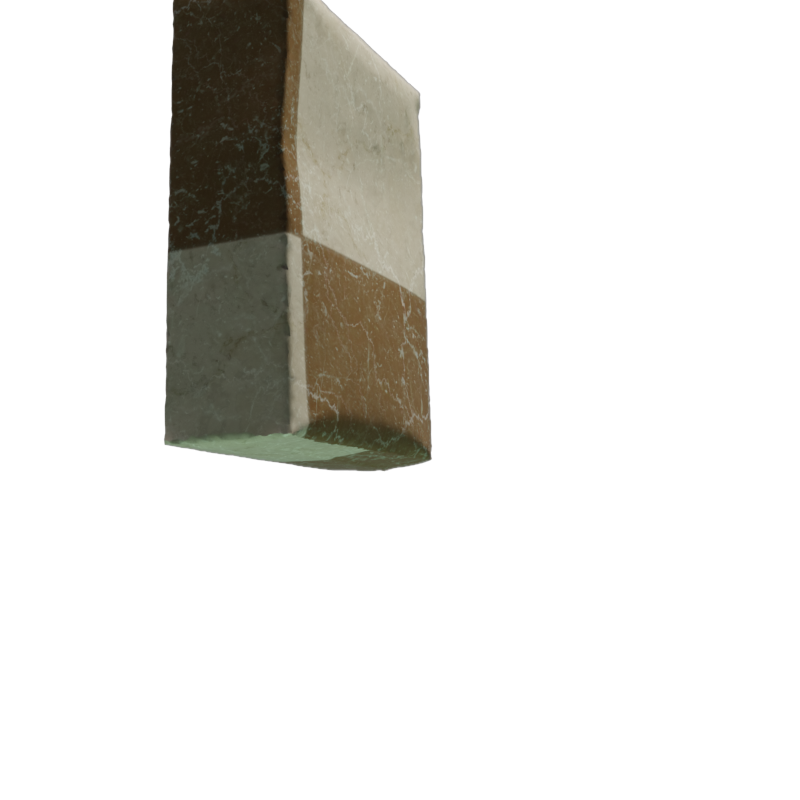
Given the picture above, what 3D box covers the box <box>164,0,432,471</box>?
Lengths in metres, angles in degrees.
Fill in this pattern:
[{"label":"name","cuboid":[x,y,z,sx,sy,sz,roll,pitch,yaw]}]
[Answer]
[{"label":"box","cuboid":[-0.043,-0.078,0.549,0.073,0.222,0.155,-8,-15,23]}]
